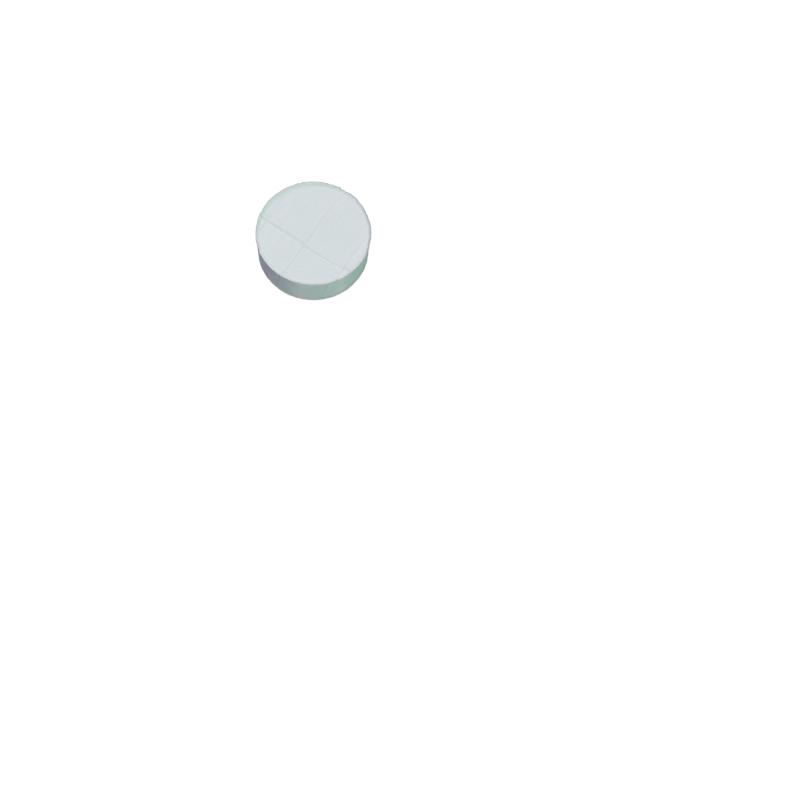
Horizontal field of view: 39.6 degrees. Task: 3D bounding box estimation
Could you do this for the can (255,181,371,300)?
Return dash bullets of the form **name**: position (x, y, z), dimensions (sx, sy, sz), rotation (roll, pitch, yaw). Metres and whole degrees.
- **can**: position (-0.065, -0.119, 0.833), dimensions (0.086, 0.091, 0.032), rotation (-1, -25, -1)
